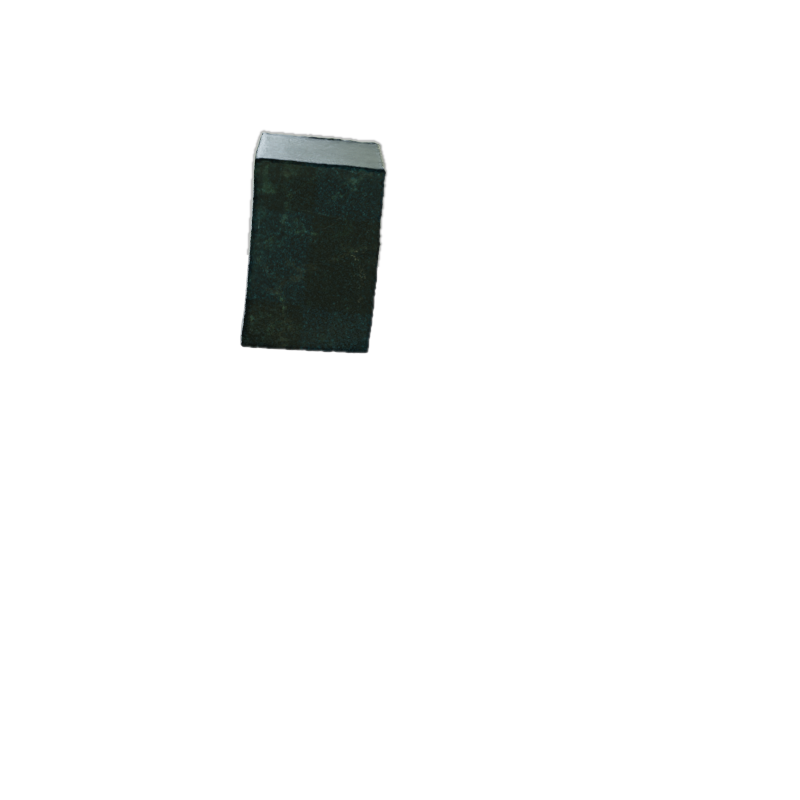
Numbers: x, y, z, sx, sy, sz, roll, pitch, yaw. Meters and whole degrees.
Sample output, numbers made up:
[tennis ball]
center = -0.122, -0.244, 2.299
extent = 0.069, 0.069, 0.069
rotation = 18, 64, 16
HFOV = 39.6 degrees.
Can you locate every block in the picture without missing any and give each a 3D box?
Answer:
[block]
center = -0.035, -0.064, 0.452
extent = 0.052, 0.075, 0.053
rotation = 5, 18, -4
